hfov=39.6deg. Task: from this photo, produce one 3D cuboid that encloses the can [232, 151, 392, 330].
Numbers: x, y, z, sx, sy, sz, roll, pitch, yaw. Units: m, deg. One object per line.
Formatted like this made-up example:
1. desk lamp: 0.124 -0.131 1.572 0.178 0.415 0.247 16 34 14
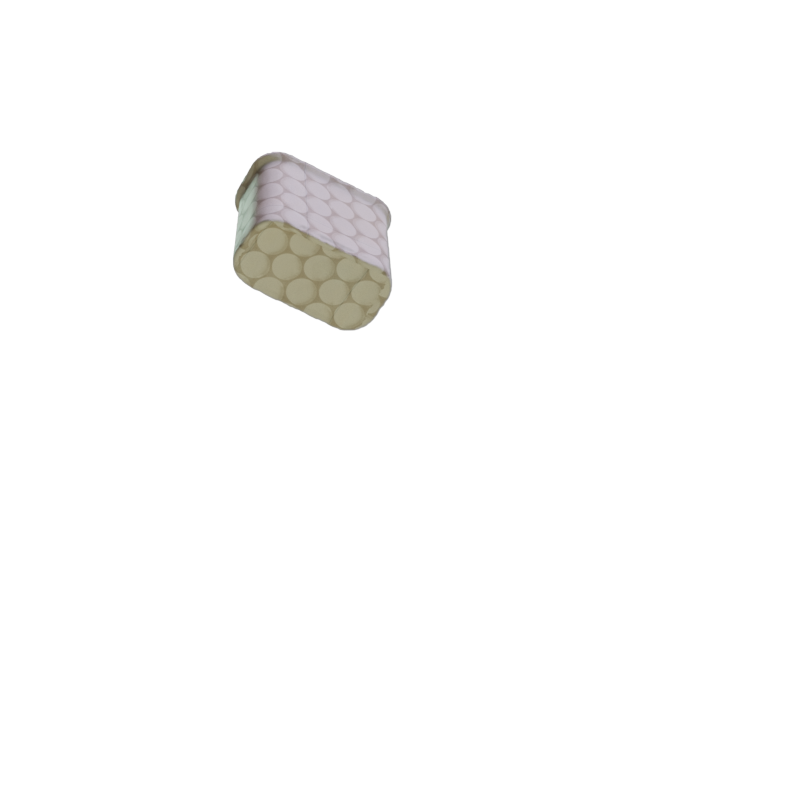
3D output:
1. can: -0.055 -0.100 0.698 0.098 0.056 0.089 24 31 -18
